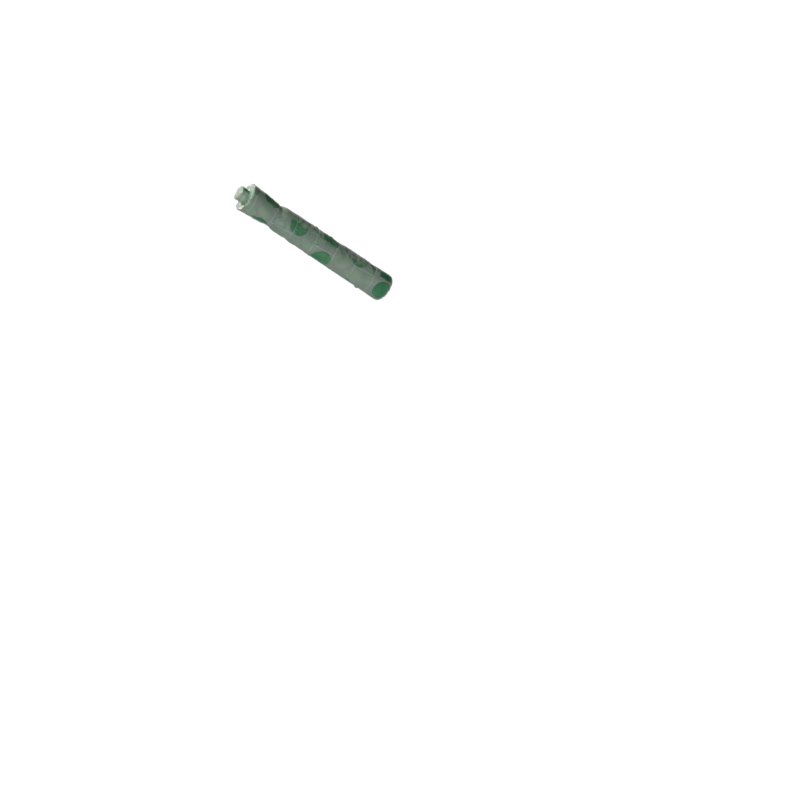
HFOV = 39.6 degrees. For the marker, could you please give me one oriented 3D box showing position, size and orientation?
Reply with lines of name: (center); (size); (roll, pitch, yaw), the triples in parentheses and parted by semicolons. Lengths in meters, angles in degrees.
marker: (-0.055, -0.100, 0.703); (0.115, 0.020, 0.020); (31, -12, -25)
